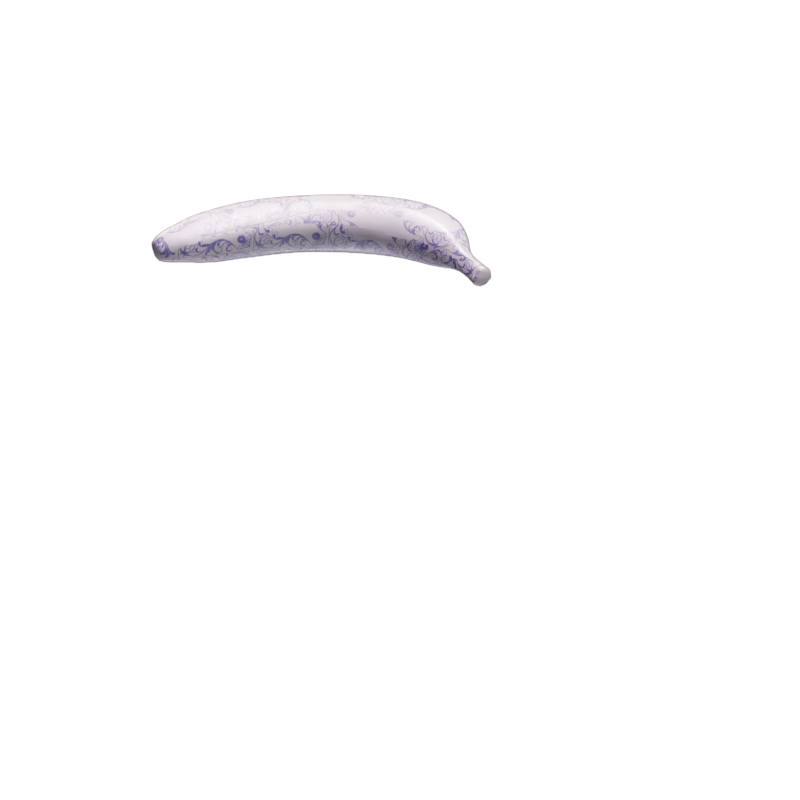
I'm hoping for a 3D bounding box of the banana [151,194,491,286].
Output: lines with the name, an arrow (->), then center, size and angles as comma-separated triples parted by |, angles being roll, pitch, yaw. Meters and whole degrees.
banana -> -0.046, -0.100, 0.663 | 0.200, 0.035, 0.072 | 3, 25, 7
